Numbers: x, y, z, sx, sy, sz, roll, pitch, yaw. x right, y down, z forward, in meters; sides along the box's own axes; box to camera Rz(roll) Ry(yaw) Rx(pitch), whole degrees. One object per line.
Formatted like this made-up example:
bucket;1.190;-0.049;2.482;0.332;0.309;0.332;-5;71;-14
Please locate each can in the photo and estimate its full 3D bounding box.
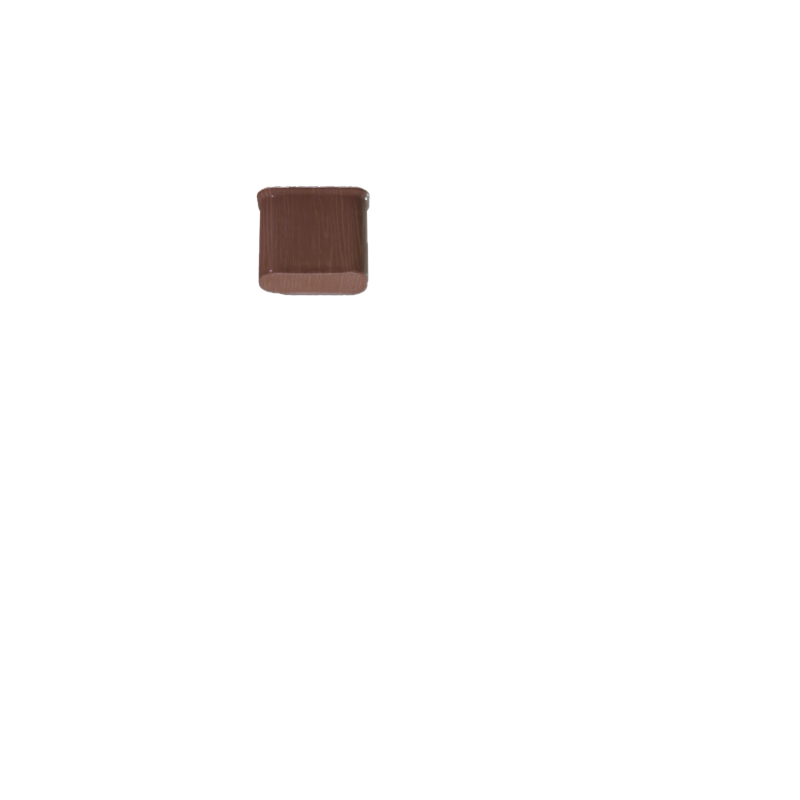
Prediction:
can;-0.077;-0.141;0.988;0.102;0.088;0.055;0;-22;-1
